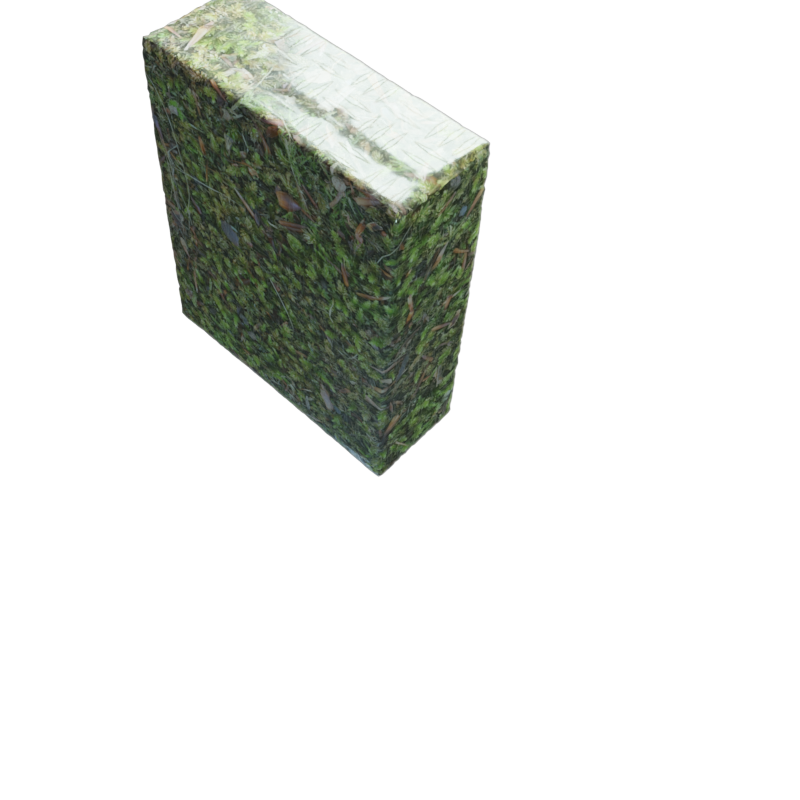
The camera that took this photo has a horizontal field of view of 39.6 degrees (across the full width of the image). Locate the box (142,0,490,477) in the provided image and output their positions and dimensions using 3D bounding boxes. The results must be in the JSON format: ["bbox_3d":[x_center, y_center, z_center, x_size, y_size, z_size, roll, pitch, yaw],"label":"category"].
[{"bbox_3d":[-0.045,-0.082,0.571,0.174,0.199,0.072,39,60,24],"label":"box"}]
